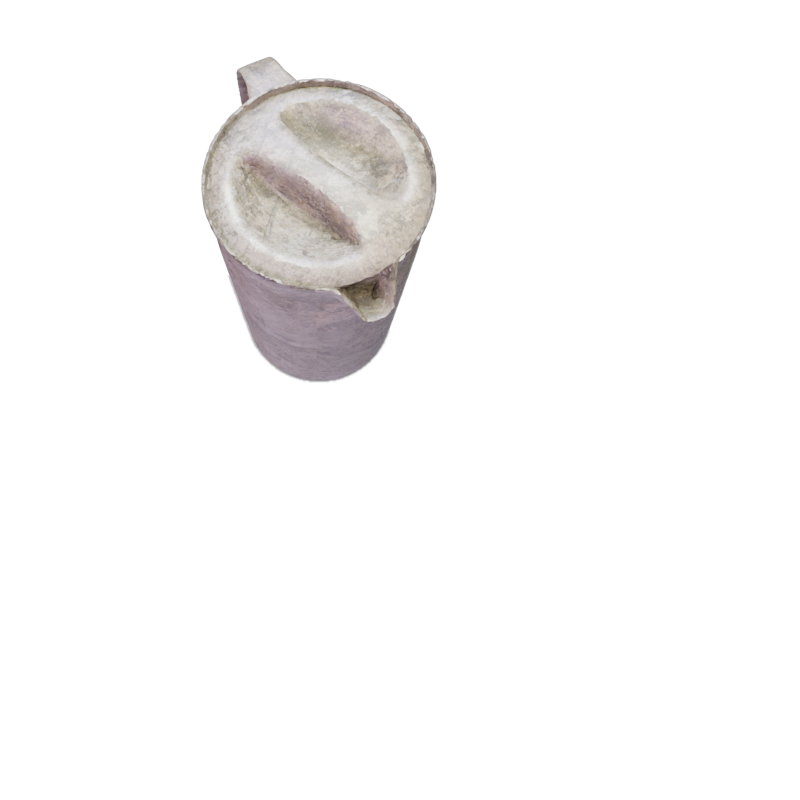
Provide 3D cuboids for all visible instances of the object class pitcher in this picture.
[{"bbox_3d":[-0.057,-0.105,0.734,0.146,0.154,0.233,19,-18,3],"label":"pitcher"}]
